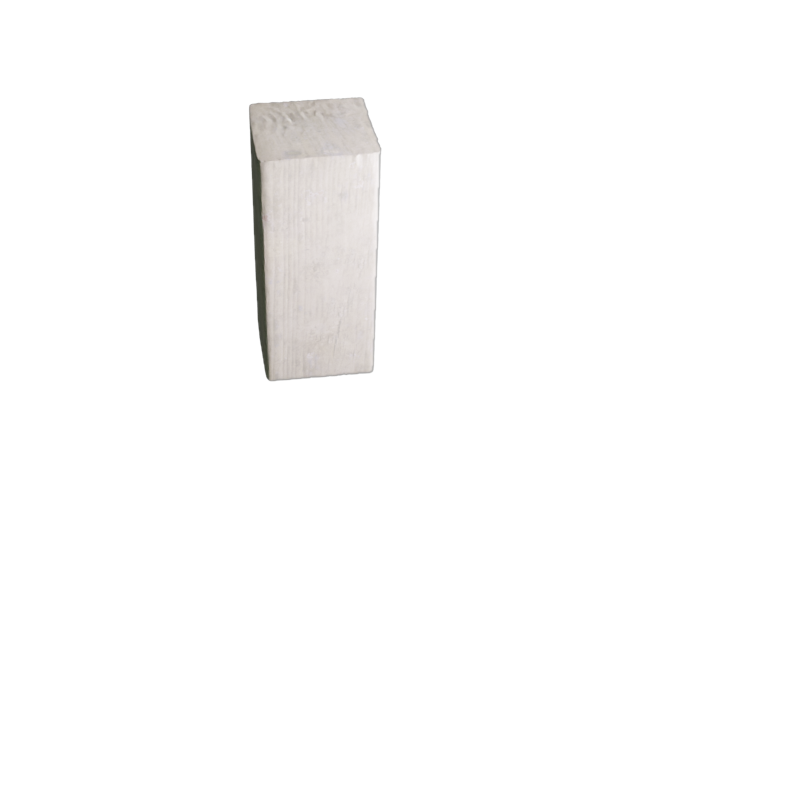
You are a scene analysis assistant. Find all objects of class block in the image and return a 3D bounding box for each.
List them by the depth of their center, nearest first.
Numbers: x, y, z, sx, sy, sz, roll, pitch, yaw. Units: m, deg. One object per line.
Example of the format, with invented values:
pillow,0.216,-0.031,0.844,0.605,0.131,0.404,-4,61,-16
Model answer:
block,-0.068,-0.124,0.870,0.090,0.193,0.097,-4,38,-8
